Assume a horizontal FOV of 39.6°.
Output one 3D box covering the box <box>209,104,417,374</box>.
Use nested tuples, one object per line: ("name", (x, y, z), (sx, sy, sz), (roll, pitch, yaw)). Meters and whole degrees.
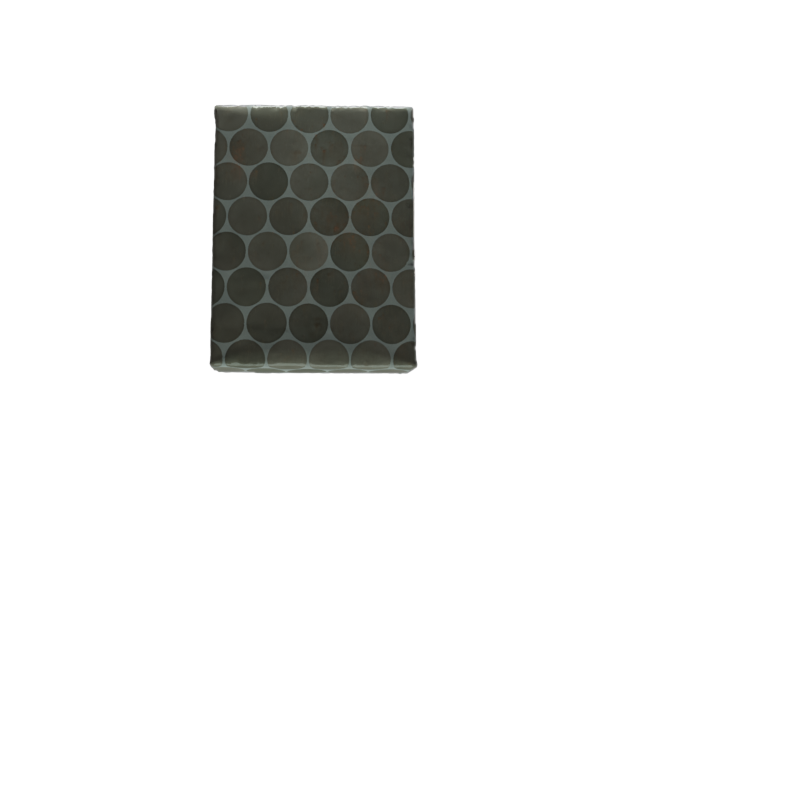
("box", (-0.071, -0.130, 0.909), (0.163, 0.220, 0.070), (0, -11, -3))
